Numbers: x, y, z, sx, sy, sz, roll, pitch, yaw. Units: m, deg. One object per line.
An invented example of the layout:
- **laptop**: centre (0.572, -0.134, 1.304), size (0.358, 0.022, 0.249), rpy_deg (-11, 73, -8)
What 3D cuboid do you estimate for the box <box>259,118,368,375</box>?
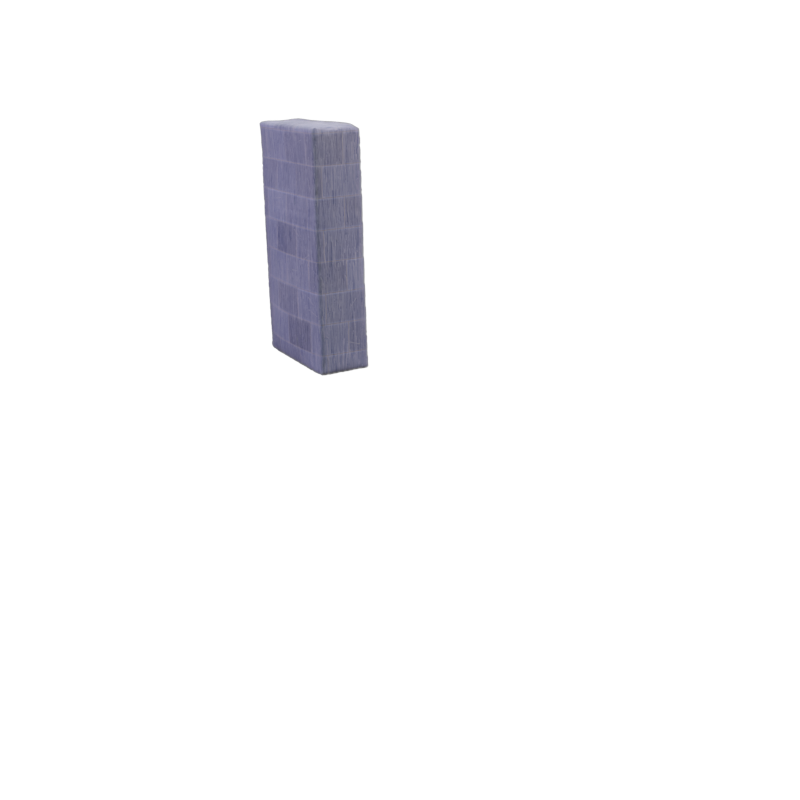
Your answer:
- **box**: centre (-0.063, -0.116, 0.813), size (0.047, 0.172, 0.098), rpy_deg (-5, 13, -28)
